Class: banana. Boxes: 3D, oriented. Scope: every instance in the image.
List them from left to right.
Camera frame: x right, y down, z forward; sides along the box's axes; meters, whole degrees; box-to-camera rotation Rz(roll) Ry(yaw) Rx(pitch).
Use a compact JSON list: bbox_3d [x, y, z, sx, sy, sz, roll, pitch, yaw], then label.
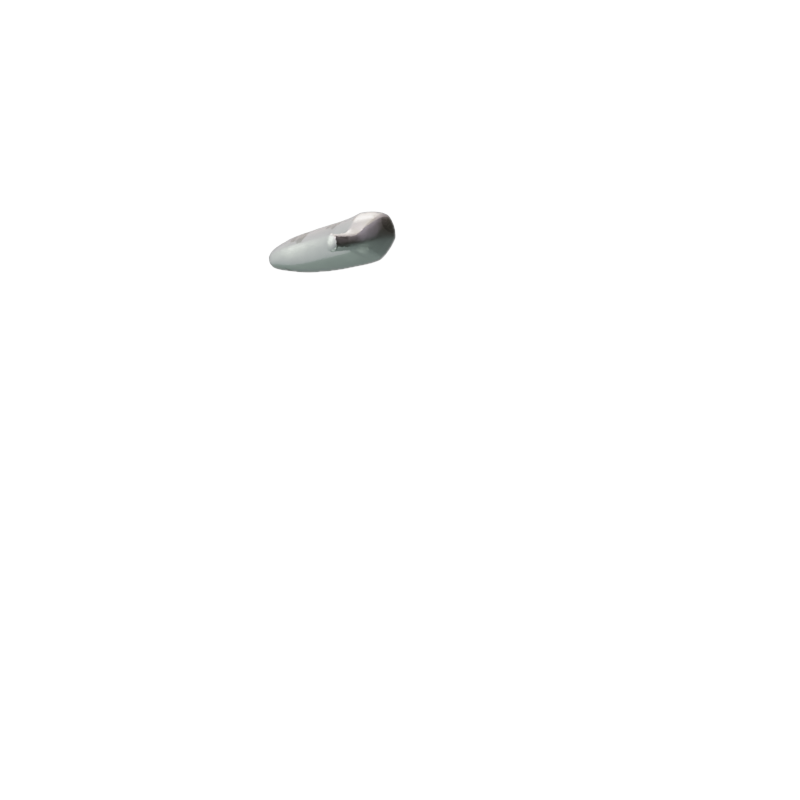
[{"bbox_3d":[-0.048,-0.122,0.855,0.068,0.037,0.201,0,1,-18],"label":"banana"}]
